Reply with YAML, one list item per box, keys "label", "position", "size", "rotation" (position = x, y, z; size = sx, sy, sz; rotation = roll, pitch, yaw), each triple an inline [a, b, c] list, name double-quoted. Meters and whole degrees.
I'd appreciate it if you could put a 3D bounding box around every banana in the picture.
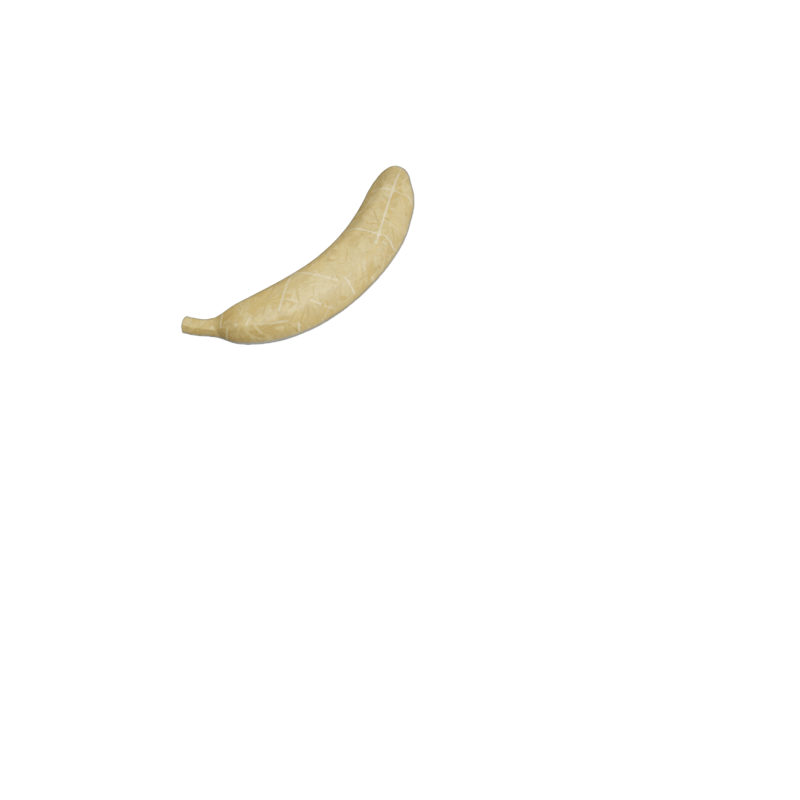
- label: "banana"
  position: [-0.045, -0.089, 0.707]
  size: [0.074, 0.034, 0.200]
  rotation: [36, 58, 25]
